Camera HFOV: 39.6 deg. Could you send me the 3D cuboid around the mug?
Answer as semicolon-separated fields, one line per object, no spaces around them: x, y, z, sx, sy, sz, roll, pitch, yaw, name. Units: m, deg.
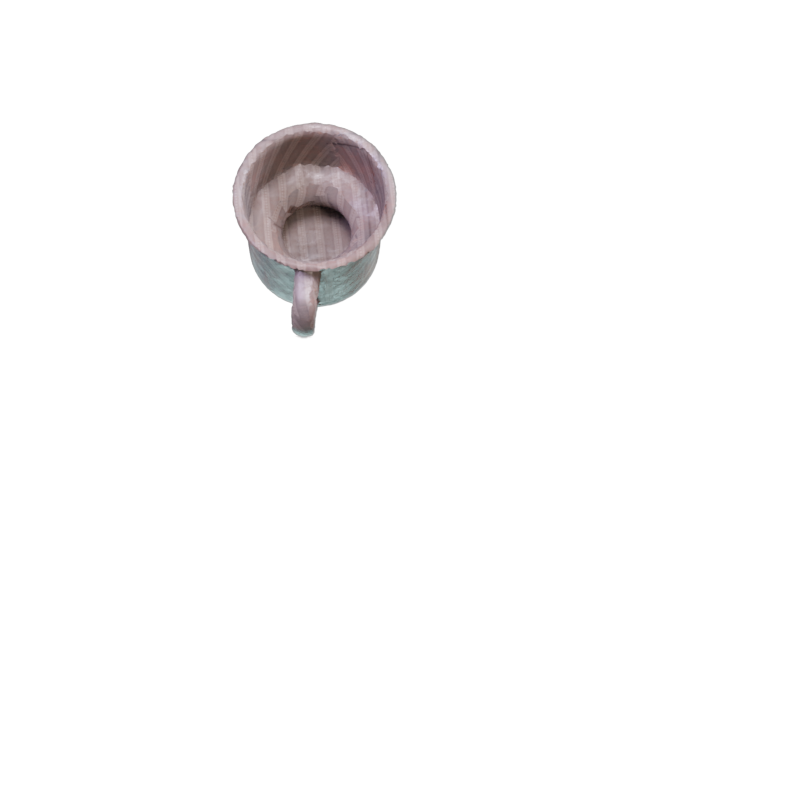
-0.052;-0.094;0.658;0.093;0.123;0.078;2;-21;-1;mug
